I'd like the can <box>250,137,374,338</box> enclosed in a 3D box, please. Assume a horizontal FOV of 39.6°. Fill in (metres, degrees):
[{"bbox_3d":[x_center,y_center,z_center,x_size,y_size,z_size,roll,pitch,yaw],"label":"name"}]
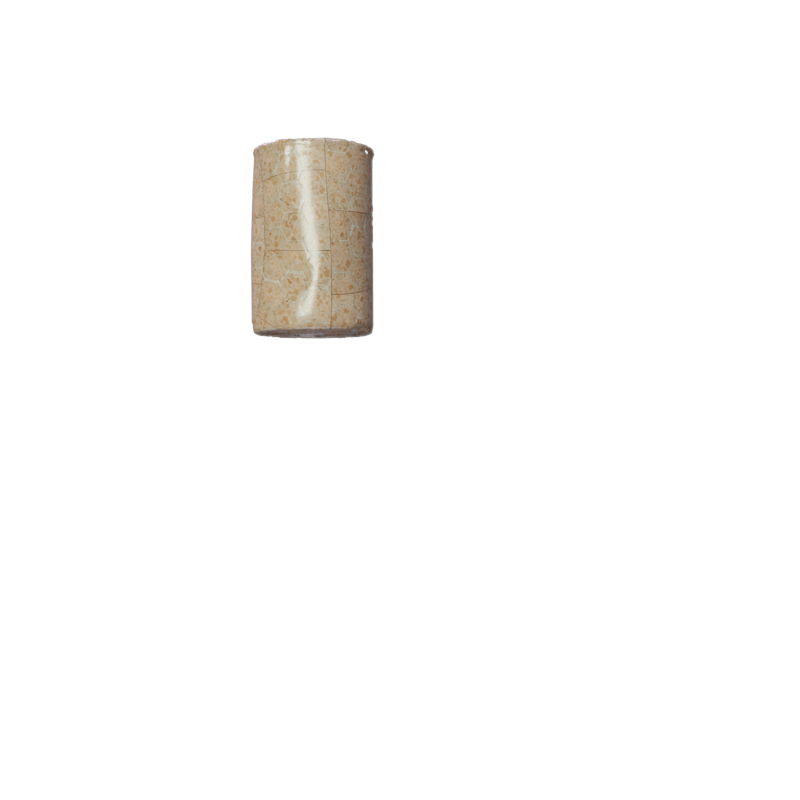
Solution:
[{"bbox_3d":[-0.048,-0.087,0.611,0.068,0.104,0.067,0,-7,-2],"label":"can"}]
